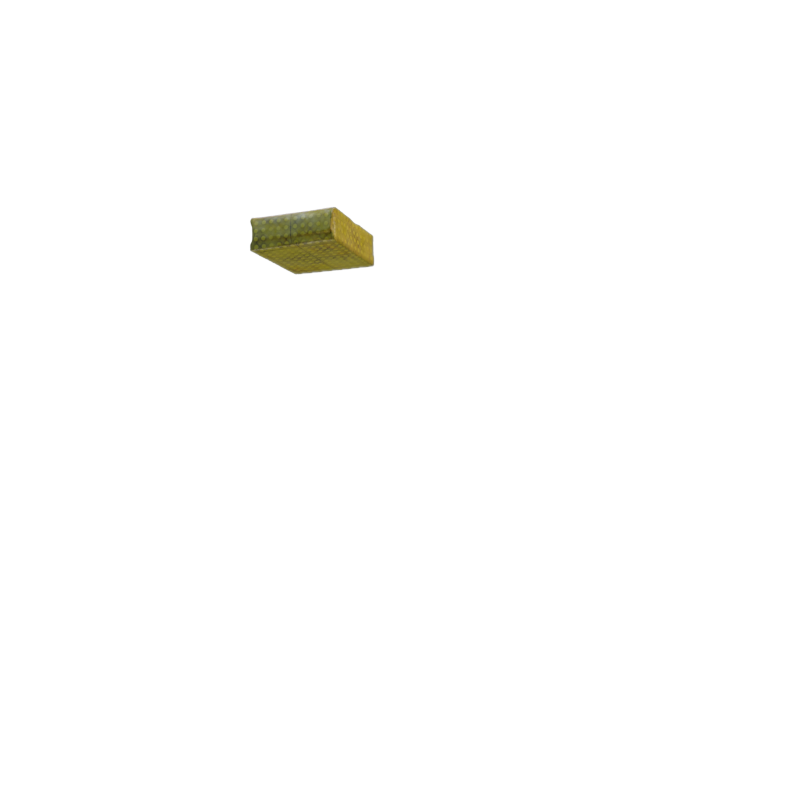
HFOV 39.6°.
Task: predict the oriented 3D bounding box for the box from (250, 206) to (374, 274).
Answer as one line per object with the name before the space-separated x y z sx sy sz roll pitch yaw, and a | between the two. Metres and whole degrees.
box | -0.070 -0.128 0.896 0.075 0.031 0.085 -4 -10 21
